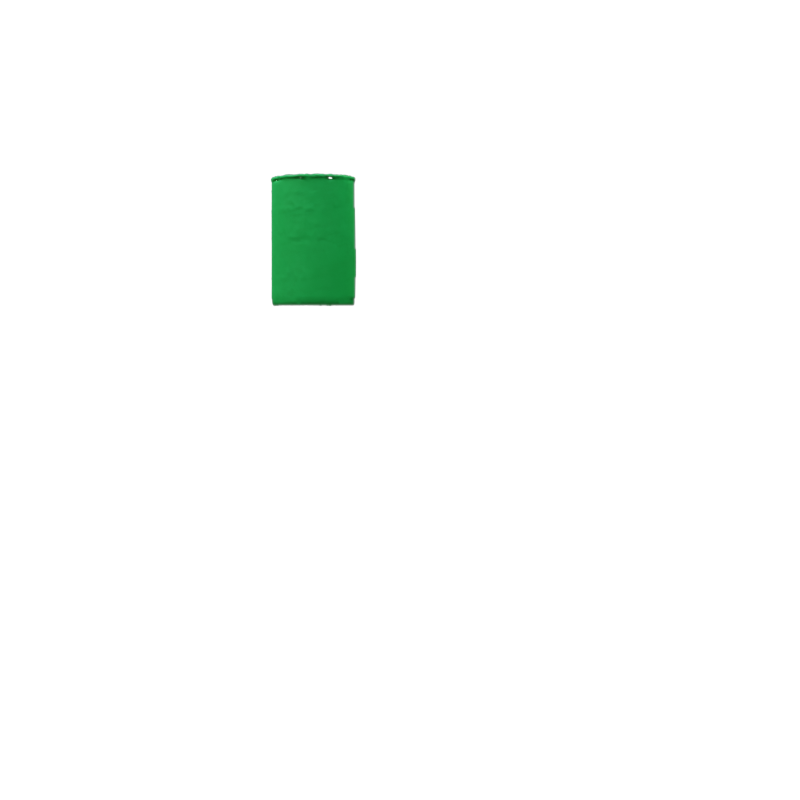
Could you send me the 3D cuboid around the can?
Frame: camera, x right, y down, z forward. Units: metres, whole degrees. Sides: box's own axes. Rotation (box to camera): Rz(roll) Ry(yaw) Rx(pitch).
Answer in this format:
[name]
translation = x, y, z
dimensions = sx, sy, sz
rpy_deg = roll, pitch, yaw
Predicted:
[can]
translation = -0.069, -0.126, 0.883
dimensions = 0.068, 0.103, 0.068
rpy_deg = 0, -1, -2
